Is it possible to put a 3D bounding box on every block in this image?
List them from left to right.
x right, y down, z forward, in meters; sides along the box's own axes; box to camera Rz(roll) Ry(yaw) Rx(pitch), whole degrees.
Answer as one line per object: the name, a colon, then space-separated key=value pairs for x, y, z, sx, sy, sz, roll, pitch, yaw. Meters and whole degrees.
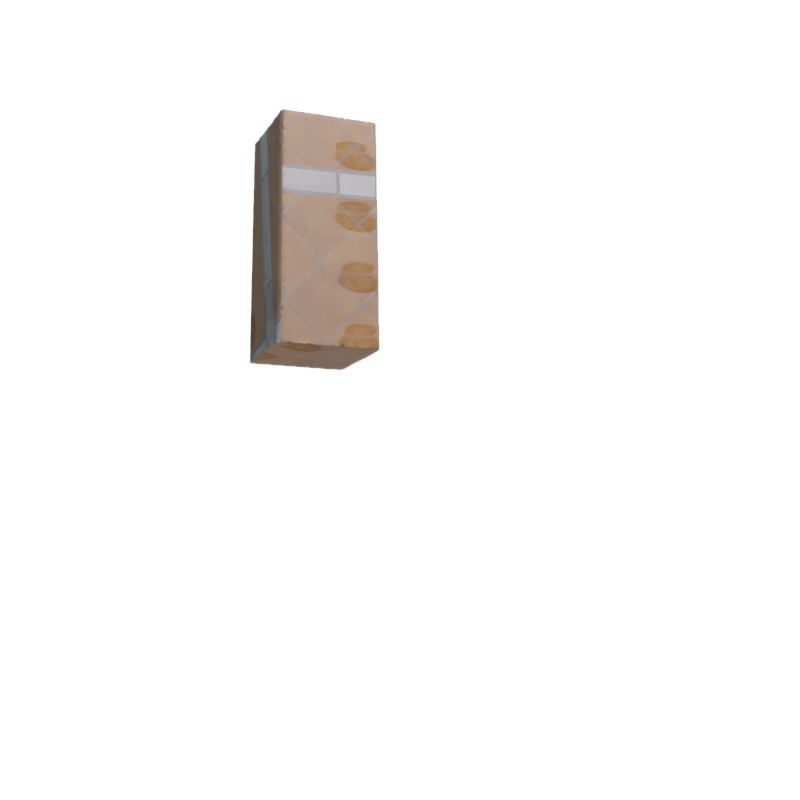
block: x=-0.076 y=-0.139 z=0.975 sx=0.088 sy=0.215 sz=0.089 roll=5 pitch=-18 yaw=-21
